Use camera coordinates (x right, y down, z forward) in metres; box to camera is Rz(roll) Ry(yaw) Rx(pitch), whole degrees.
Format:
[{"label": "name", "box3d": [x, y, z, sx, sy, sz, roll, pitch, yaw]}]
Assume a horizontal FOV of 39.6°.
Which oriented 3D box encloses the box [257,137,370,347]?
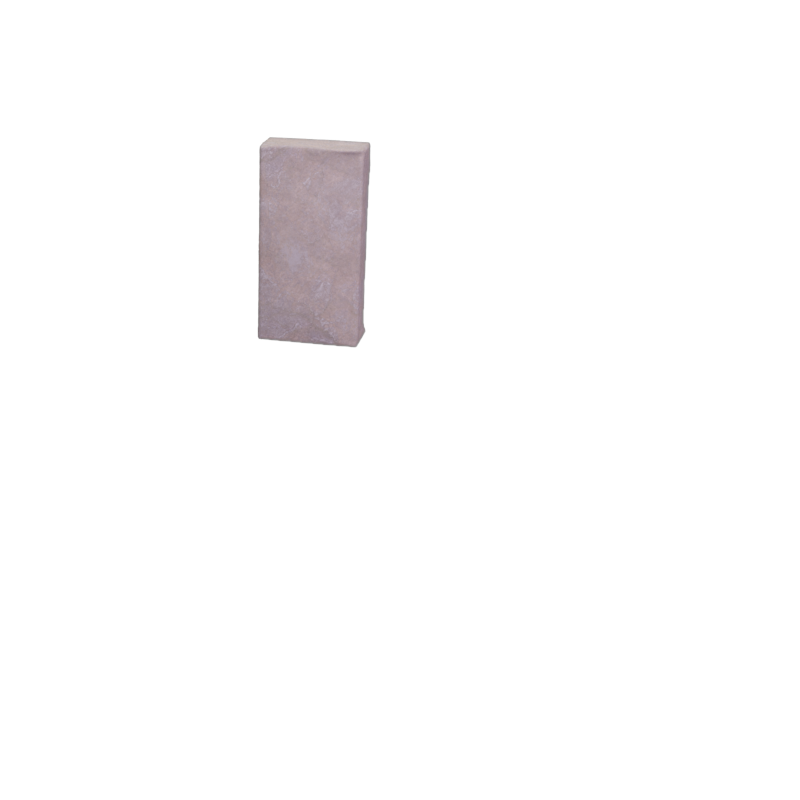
[{"label": "box", "box3d": [-0.076, -0.138, 0.969, 0.095, 0.169, 0.049, 4, 18, 10]}]
